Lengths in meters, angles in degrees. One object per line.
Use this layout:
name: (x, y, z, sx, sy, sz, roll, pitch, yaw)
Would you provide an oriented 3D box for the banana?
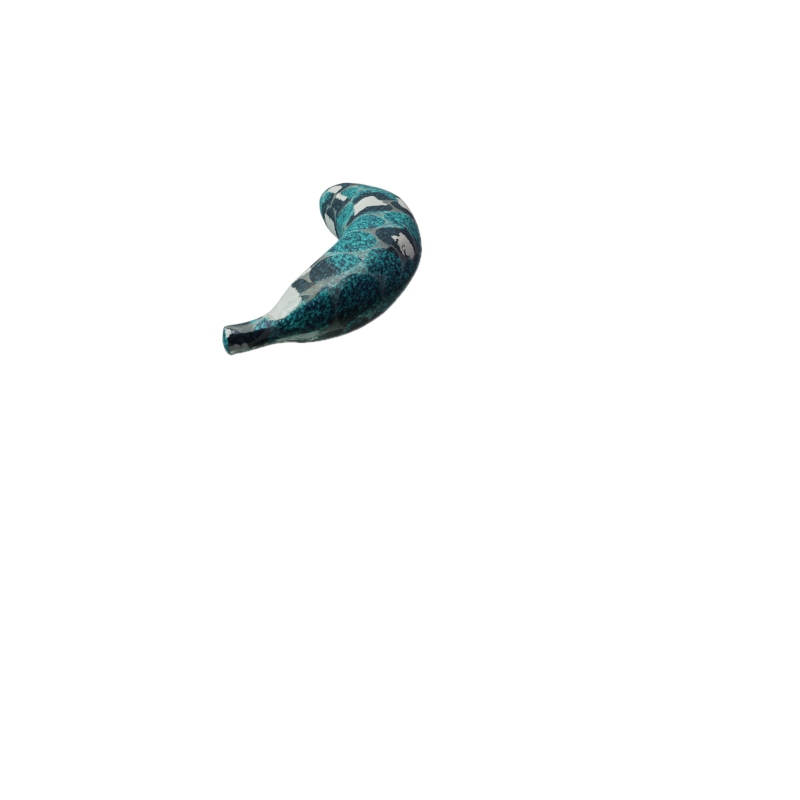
banana: (-0.023, -0.072, 0.519, 0.071, 0.035, 0.204, 4, 25, 8)
